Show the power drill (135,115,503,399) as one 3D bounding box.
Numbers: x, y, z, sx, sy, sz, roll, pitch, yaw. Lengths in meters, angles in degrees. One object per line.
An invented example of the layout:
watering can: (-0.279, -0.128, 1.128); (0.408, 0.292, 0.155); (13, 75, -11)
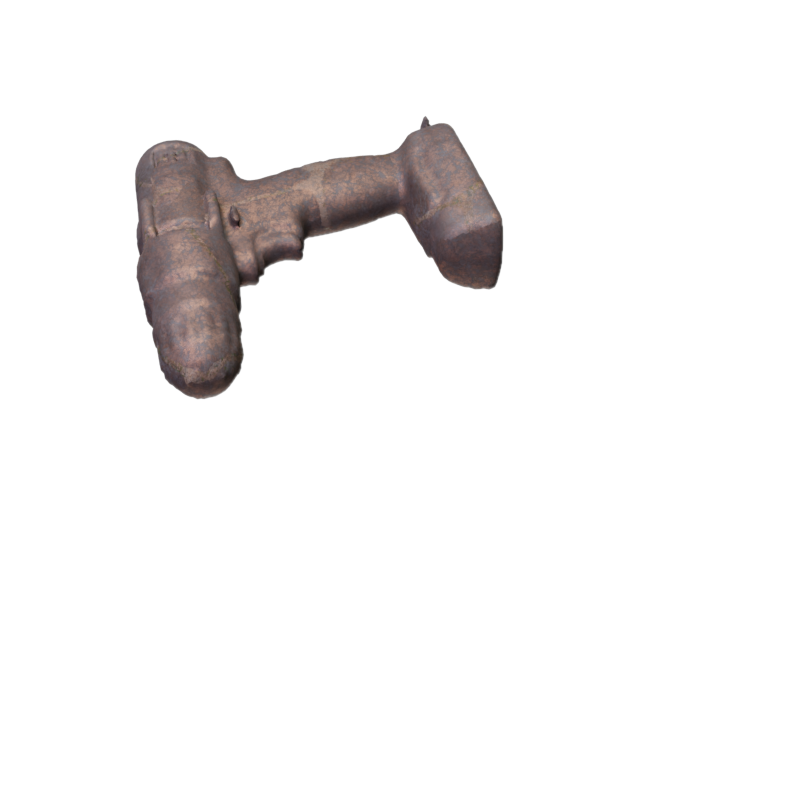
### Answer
power drill: (-0.046, -0.084, 0.586); (0.186, 0.053, 0.200); (-9, 45, -9)
